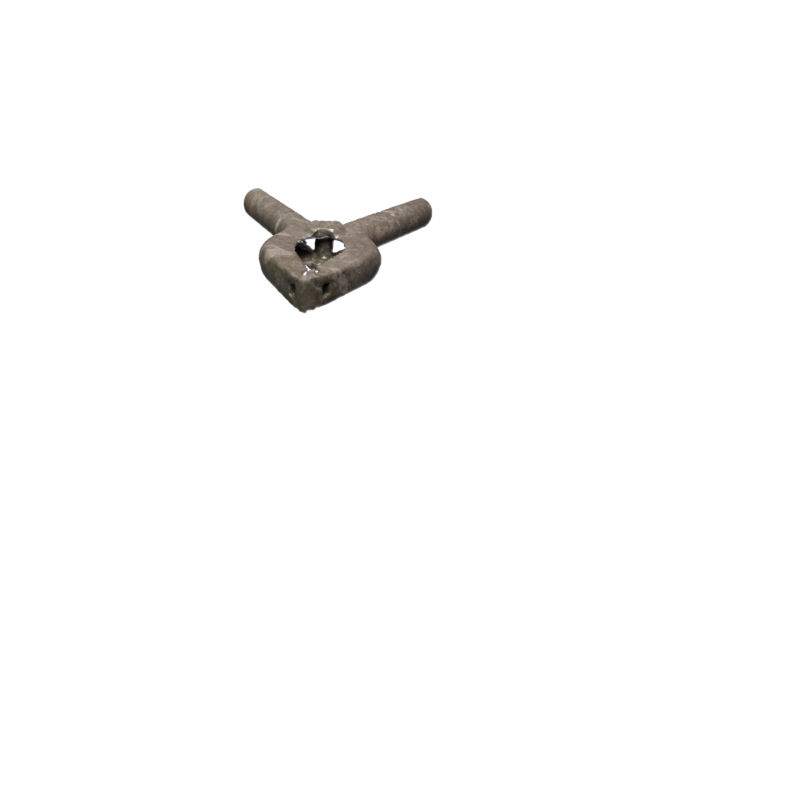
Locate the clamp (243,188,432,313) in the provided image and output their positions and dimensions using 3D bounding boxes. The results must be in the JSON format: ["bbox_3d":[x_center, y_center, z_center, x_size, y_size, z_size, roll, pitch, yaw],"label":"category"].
[{"bbox_3d":[-0.070,-0.128,0.894,0.168,0.034,0.218,6,28,10],"label":"clamp"}]
